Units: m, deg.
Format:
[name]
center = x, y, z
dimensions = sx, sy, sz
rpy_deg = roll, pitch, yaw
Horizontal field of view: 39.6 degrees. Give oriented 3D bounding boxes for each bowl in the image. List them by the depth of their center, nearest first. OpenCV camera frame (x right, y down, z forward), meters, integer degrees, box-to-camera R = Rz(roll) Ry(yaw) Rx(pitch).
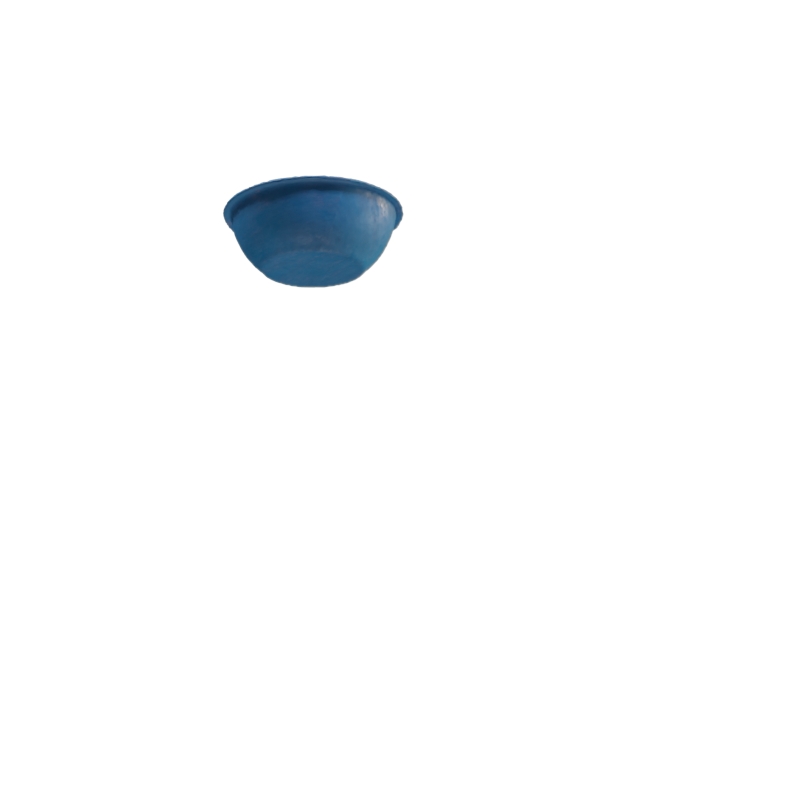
[bowl]
center = -0.077, -0.140, 0.983
dimensions = 0.162, 0.058, 0.155
rpy_deg = 0, -16, -2
